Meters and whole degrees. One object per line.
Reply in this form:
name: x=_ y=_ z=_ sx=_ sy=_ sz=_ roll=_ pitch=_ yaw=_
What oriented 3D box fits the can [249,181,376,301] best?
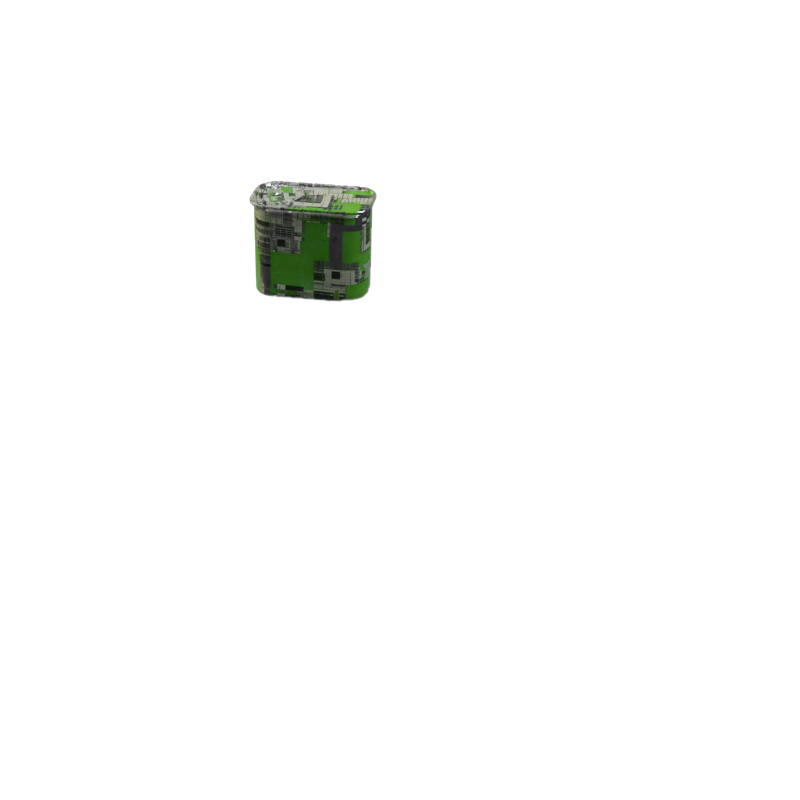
can: x=-0.073 y=-0.132 z=0.926 sx=0.103 sy=0.079 sz=0.060 roll=6 pitch=28 yaw=8
